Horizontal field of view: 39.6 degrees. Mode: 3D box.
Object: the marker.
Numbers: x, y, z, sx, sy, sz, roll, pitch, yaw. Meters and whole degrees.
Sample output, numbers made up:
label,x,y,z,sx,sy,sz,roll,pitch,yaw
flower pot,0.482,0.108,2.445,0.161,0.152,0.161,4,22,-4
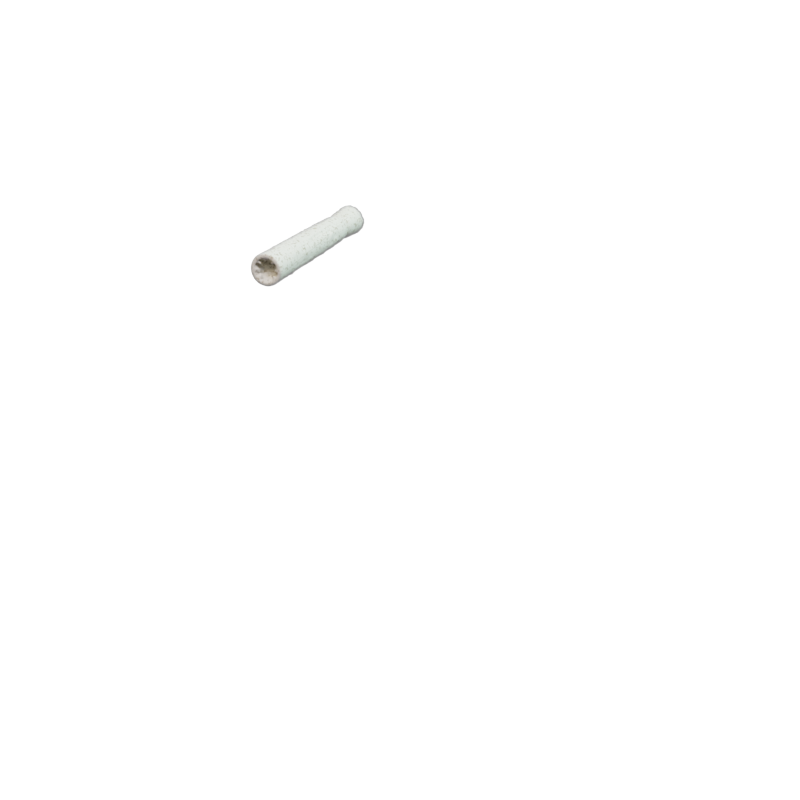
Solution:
label,x,y,z,sx,sy,sz,roll,pitch,yaw
marker,-0.051,-0.094,0.655,0.020,0.019,0.122,1,22,23
